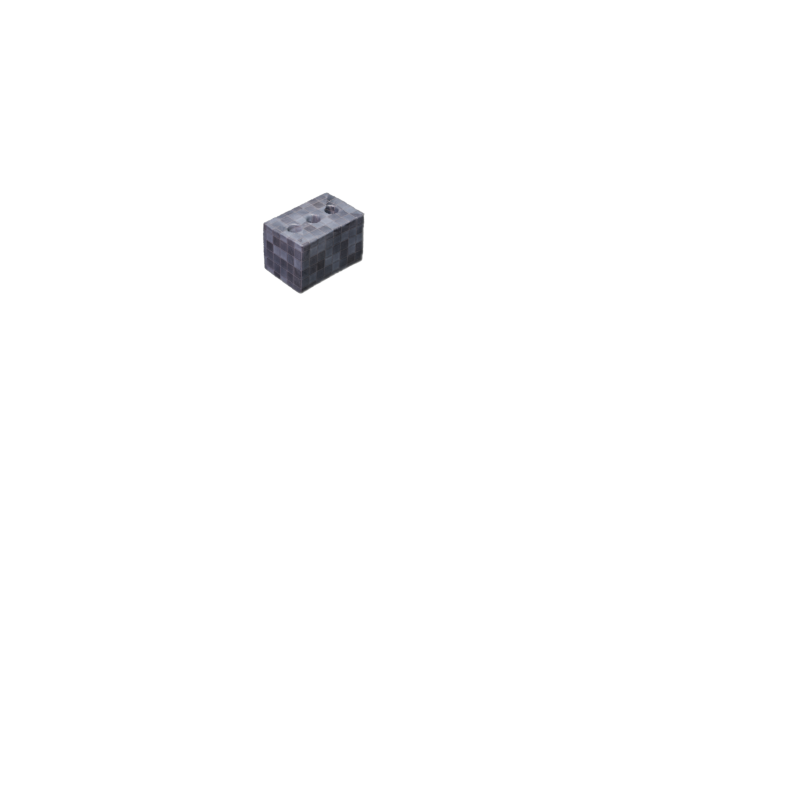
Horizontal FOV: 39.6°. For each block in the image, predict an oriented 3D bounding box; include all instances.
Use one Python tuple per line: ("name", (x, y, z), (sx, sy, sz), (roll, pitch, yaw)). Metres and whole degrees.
("block", (-0.077, -0.141, 0.989), (0.056, 0.048, 0.078), (32, 49, 32))
